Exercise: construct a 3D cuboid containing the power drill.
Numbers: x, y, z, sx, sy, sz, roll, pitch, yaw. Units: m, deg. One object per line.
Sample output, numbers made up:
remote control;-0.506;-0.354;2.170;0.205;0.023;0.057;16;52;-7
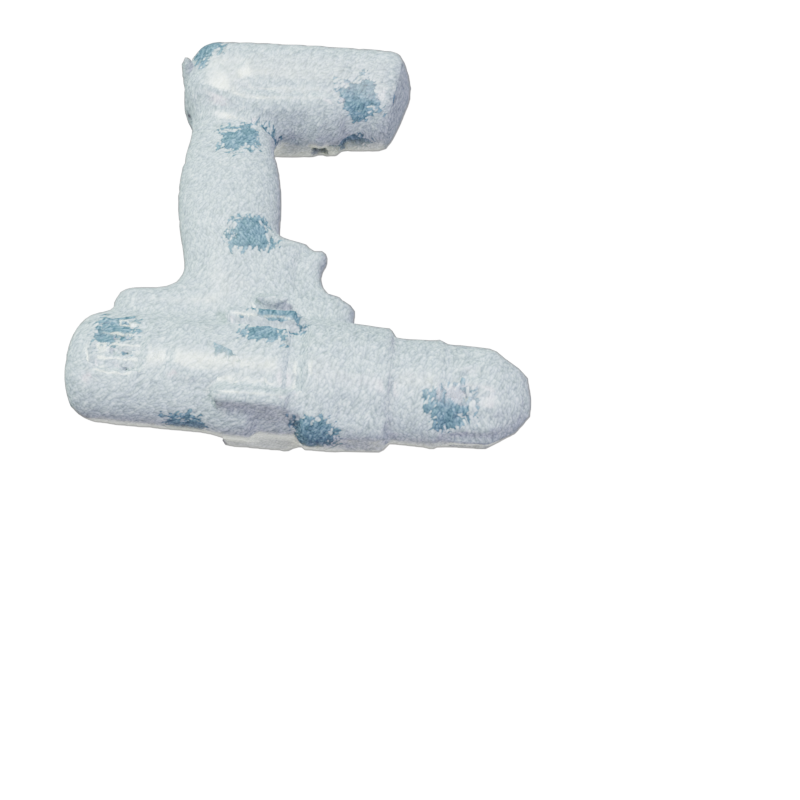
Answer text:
power drill;-0.037;-0.068;0.478;0.185;0.199;0.054;4;-32;2
